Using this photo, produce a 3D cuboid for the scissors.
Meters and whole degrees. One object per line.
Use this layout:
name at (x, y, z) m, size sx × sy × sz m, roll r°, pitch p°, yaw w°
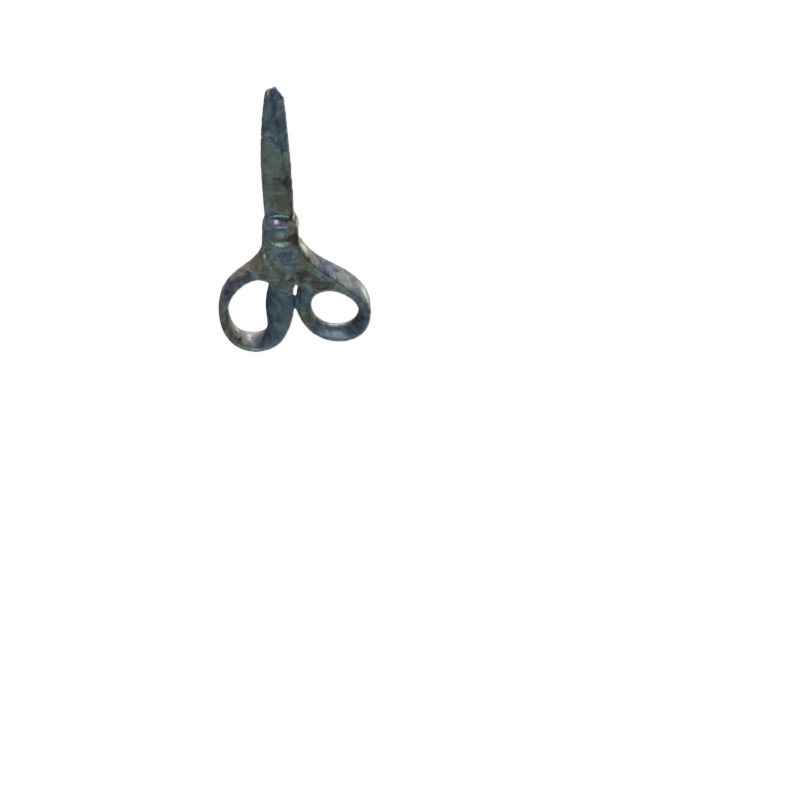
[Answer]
scissors at (-0.046, -0.084, 0.589) m, size 0.094 × 0.017 × 0.192 m, roll 10°, pitch -36°, yaw -15°
